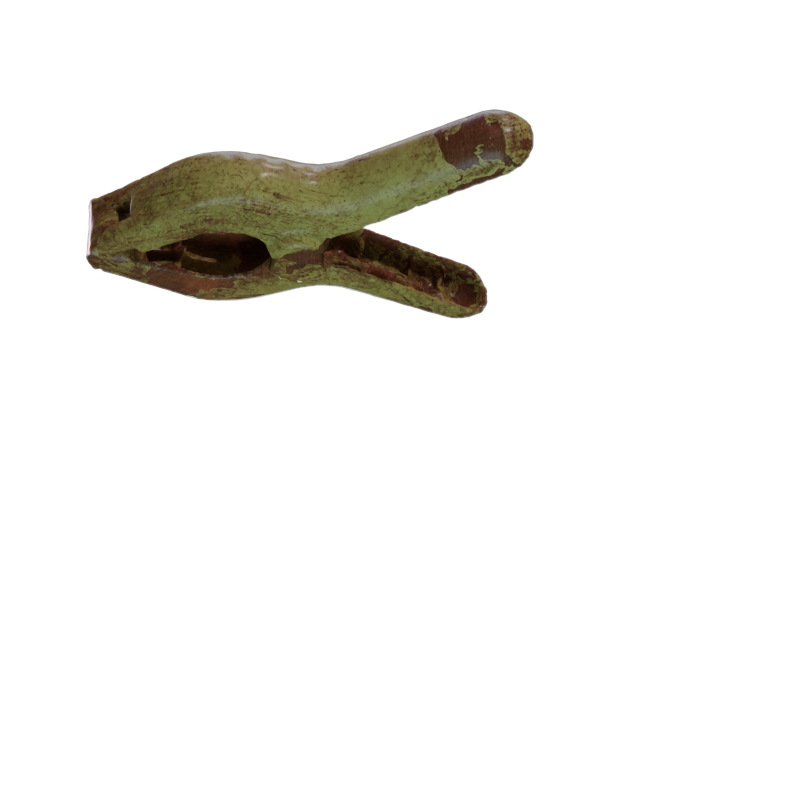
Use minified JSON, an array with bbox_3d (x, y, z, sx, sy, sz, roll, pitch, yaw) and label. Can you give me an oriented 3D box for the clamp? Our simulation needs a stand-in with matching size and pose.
[{"bbox_3d":[-0.035,-0.063,0.444,0.172,0.042,0.111,-4,-36,5],"label":"clamp"}]
